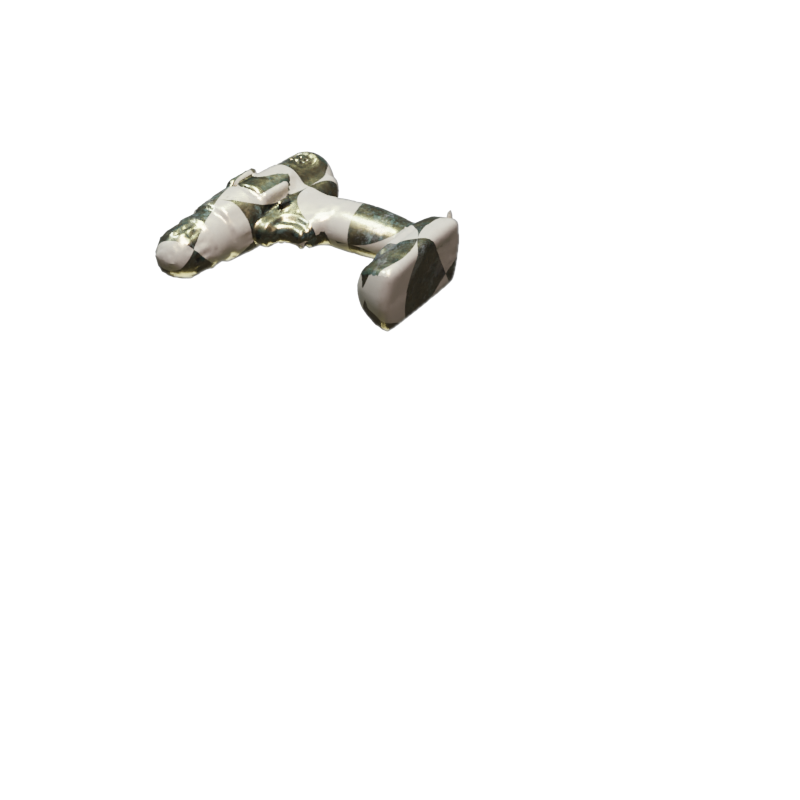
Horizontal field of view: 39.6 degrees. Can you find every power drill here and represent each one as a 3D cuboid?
[{"bbox_3d":[-0.066,-0.120,0.838,0.198,0.054,0.187,26,45,28],"label":"power drill"}]
